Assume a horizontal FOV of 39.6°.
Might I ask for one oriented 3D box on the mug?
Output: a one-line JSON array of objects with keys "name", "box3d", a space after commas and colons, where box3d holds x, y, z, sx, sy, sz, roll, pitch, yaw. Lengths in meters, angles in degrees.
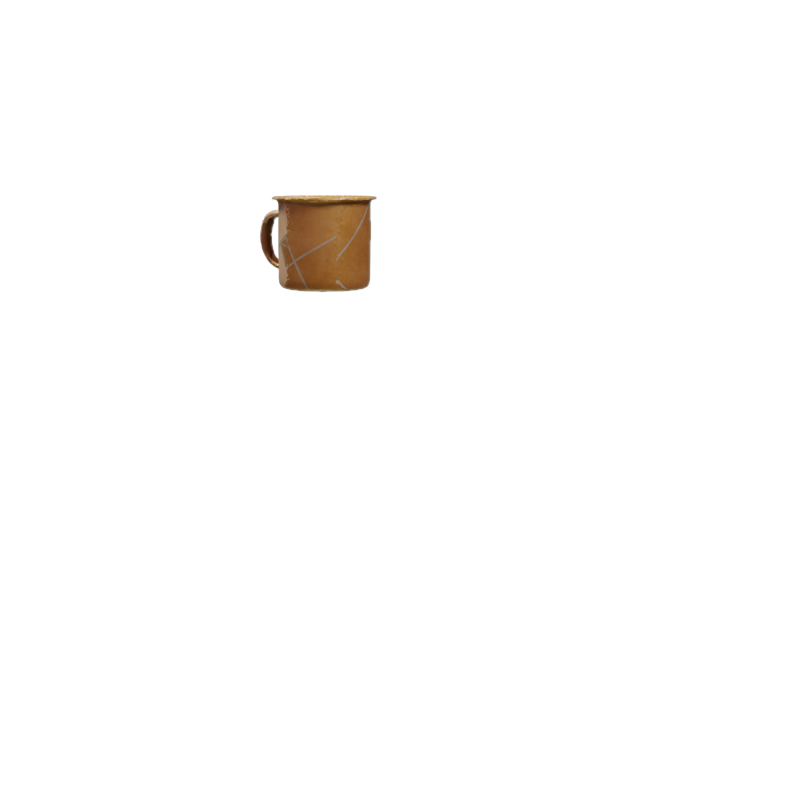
[{"name": "mug", "box3d": [-0.077, -0.141, 0.989, 0.122, 0.080, 0.091, 6, 10, 32]}]
